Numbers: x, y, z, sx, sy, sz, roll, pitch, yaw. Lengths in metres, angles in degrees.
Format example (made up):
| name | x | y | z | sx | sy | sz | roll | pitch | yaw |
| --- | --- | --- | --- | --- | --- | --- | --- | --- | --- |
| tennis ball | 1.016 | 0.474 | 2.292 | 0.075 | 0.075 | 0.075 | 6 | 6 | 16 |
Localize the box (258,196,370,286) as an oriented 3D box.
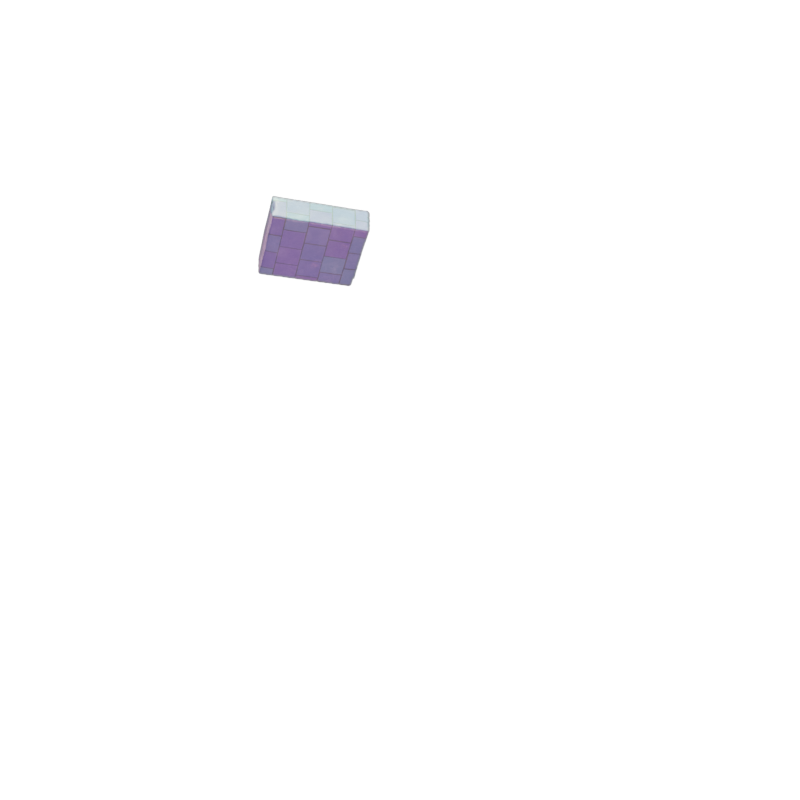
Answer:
| name | x | y | z | sx | sy | sz | roll | pitch | yaw |
| --- | --- | --- | --- | --- | --- | --- | --- | --- | --- |
| box | -0.077 | -0.141 | 0.990 | 0.088 | 0.032 | 0.069 | 8 | -42 | -9 |
